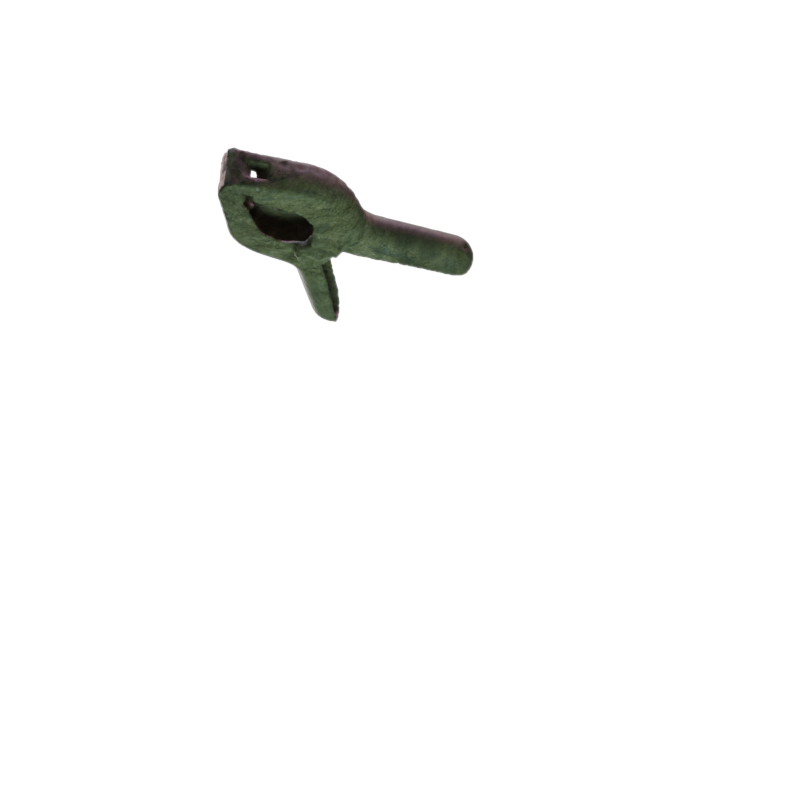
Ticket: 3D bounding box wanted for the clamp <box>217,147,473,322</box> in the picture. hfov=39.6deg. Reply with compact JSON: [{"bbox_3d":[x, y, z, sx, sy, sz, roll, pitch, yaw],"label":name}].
[{"bbox_3d":[-0.053,-0.097,0.676,0.161,0.042,0.119,26,-42,-34],"label":"clamp"}]
